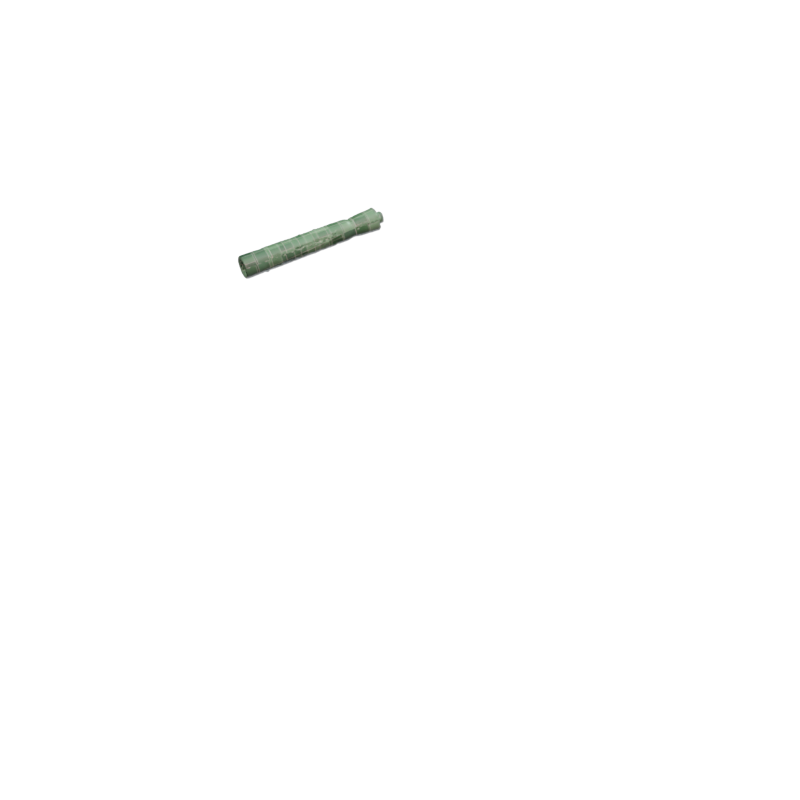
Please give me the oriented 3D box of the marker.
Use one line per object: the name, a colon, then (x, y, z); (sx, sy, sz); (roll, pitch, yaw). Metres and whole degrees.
marker: (-0.068, -0.124, 0.866); (0.120, 0.019, 0.020); (-23, 11, -16)
